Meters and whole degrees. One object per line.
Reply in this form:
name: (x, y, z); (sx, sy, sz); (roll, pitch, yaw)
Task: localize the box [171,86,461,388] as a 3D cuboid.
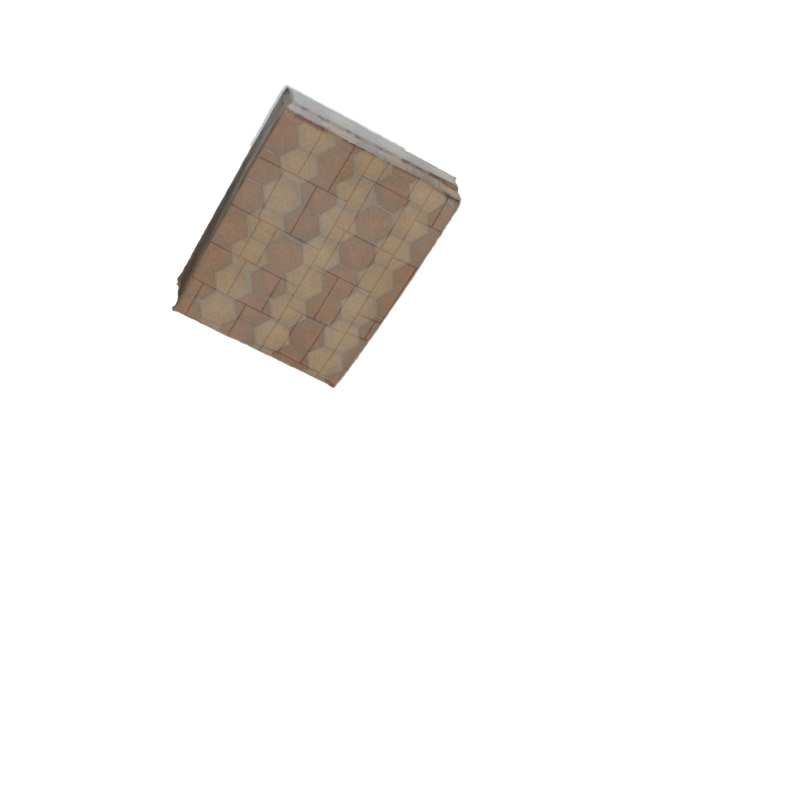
box: (-0.039, -0.072, 0.505); (0.087, 0.111, 0.041); (28, 20, -13)
